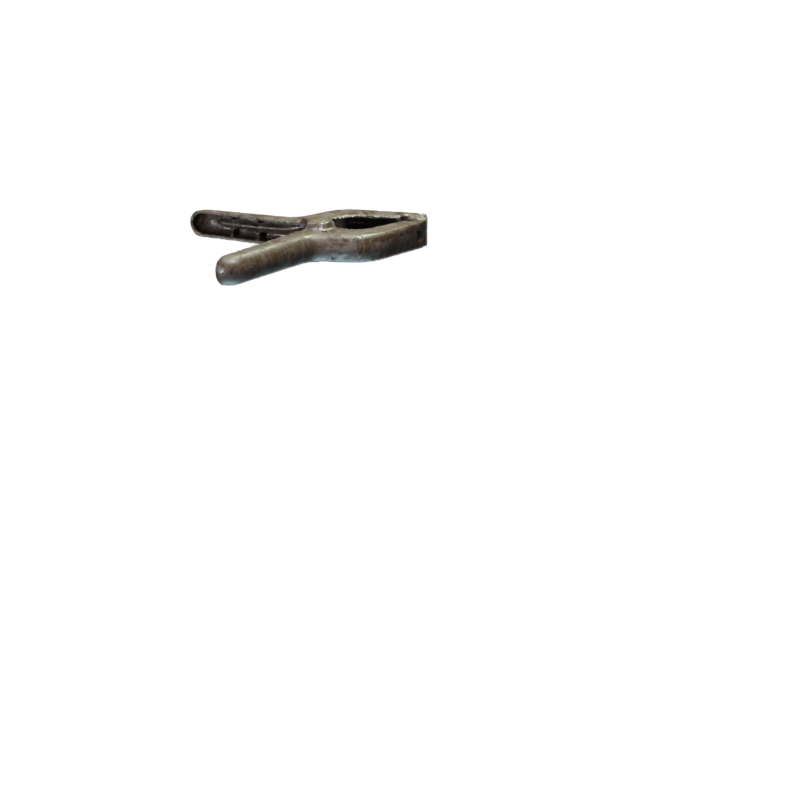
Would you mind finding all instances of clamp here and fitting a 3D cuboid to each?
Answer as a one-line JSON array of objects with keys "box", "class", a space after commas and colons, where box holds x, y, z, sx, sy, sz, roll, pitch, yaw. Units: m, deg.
[{"box": [-0.075, -0.137, 0.959, 0.208, 0.035, 0.174, -3, 25, -8], "class": "clamp"}]
